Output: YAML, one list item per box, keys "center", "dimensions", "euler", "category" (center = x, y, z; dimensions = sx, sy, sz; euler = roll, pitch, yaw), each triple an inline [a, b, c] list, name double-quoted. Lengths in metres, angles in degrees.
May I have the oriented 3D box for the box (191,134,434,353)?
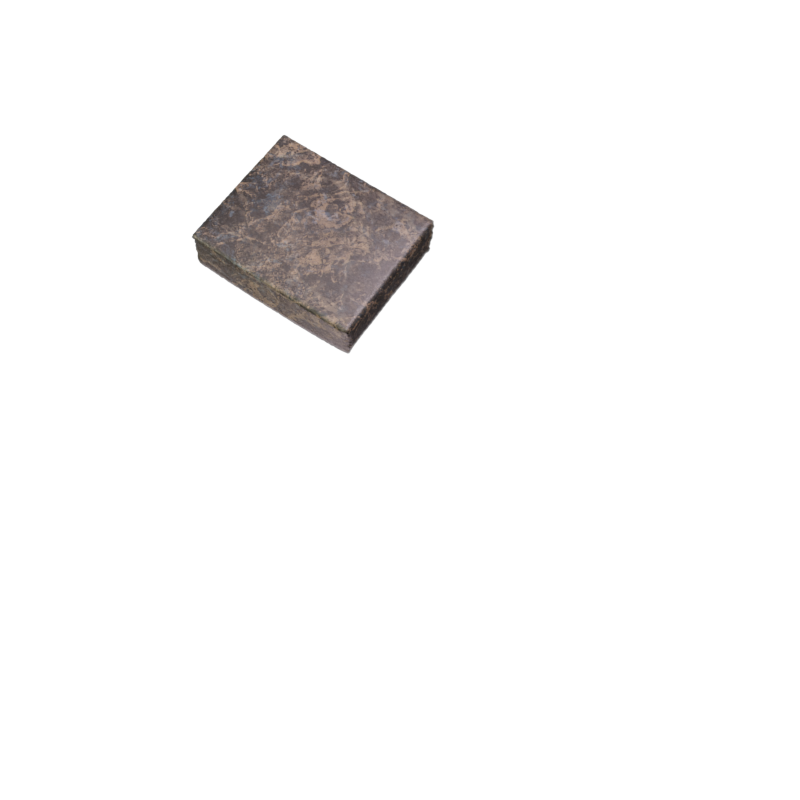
- center: [-0.051, -0.093, 0.653]
  dimensions: [0.118, 0.092, 0.037]
  euler: [32, -23, 15]
  category: "box"
